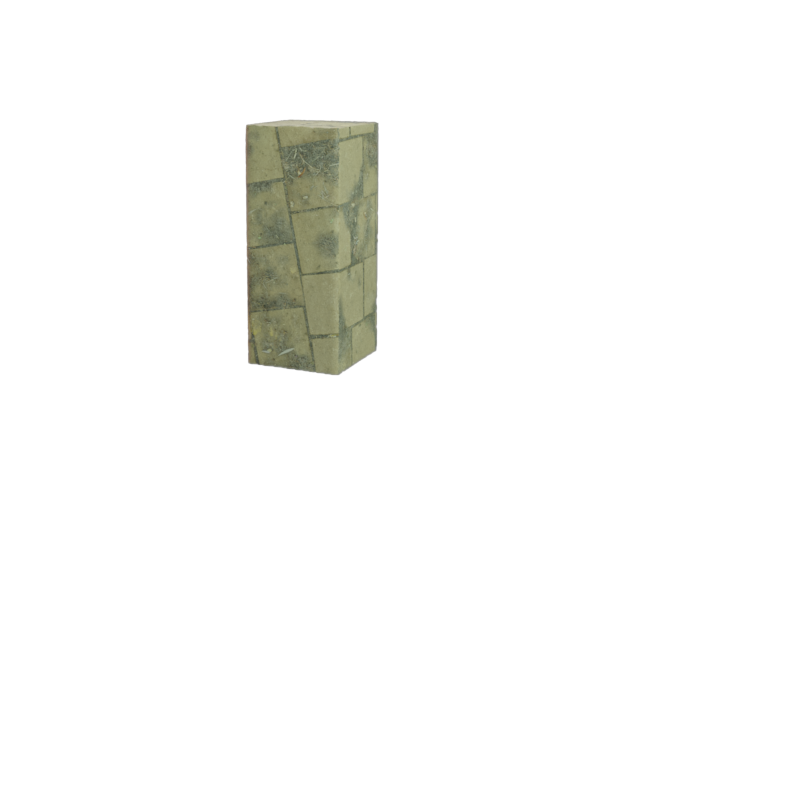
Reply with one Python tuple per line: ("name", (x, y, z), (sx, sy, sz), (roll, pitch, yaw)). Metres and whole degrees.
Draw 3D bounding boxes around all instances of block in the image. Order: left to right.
("block", (-0.076, -0.138, 0.964), (0.093, 0.201, 0.090), (5, 12, 22))
